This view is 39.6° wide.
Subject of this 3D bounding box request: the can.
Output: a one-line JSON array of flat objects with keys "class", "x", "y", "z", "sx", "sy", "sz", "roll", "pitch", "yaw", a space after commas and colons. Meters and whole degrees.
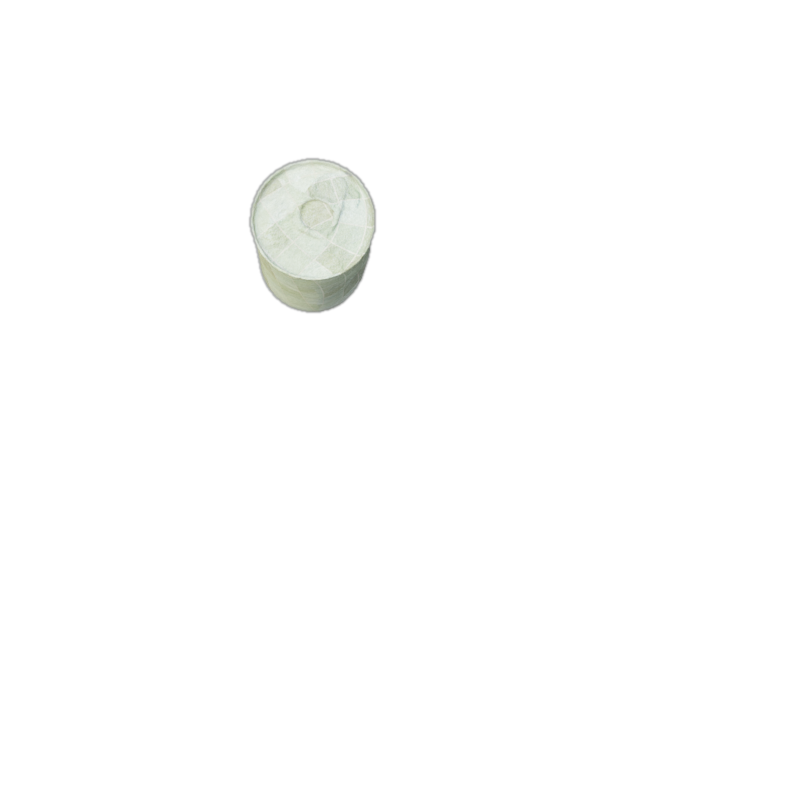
[{"class": "can", "x": -0.051, "y": -0.093, "z": 0.648, "sx": 0.068, "sy": 0.070, "sz": 0.100, "roll": 0, "pitch": -9, "yaw": -3}]
